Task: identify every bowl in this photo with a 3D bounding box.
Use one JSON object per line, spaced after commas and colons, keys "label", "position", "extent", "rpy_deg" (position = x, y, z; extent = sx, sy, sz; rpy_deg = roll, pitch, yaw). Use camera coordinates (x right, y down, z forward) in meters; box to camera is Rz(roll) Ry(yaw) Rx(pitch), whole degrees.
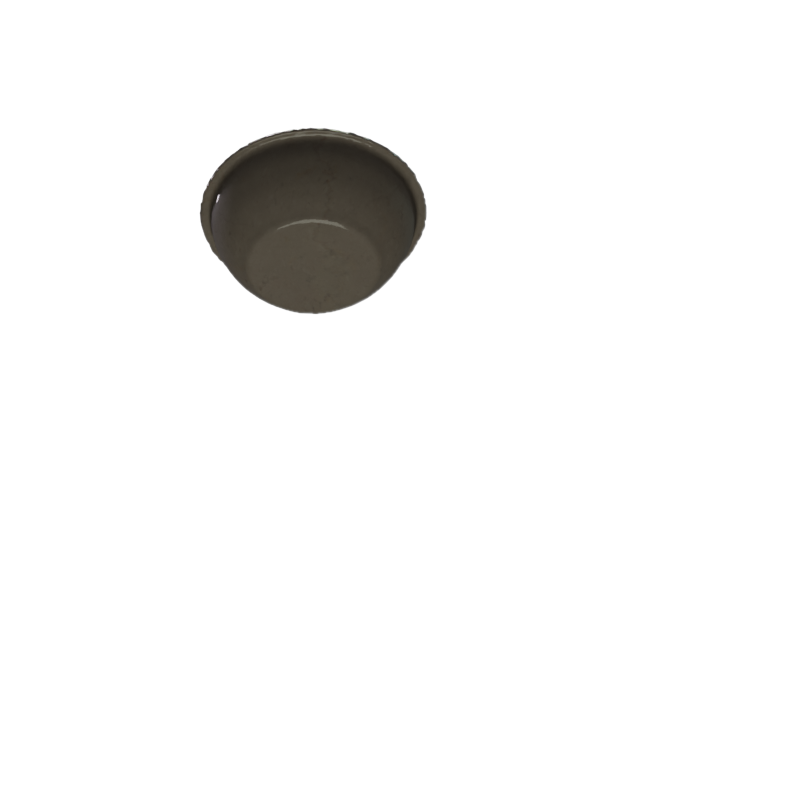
{"label": "bowl", "position": [-0.061, -0.111, 0.775], "extent": [0.162, 0.059, 0.151], "rpy_deg": [1, -42, -1]}
